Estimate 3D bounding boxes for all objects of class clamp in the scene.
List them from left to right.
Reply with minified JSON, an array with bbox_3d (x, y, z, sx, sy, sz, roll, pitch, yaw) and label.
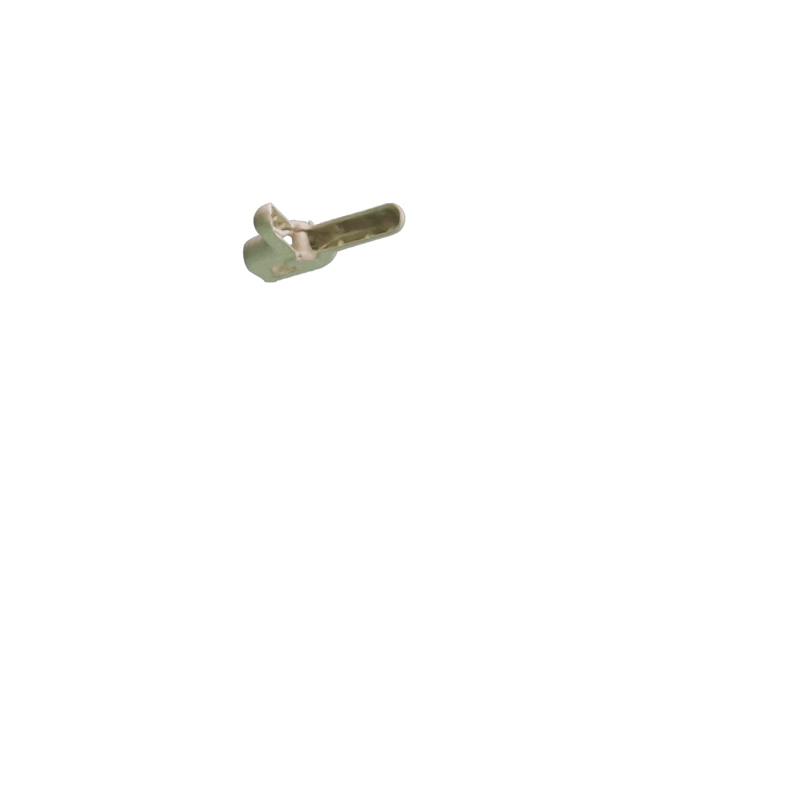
[{"bbox_3d":[-0.070,-0.129,0.900,0.118,0.040,0.171,1,-5,-15],"label":"clamp"}]
